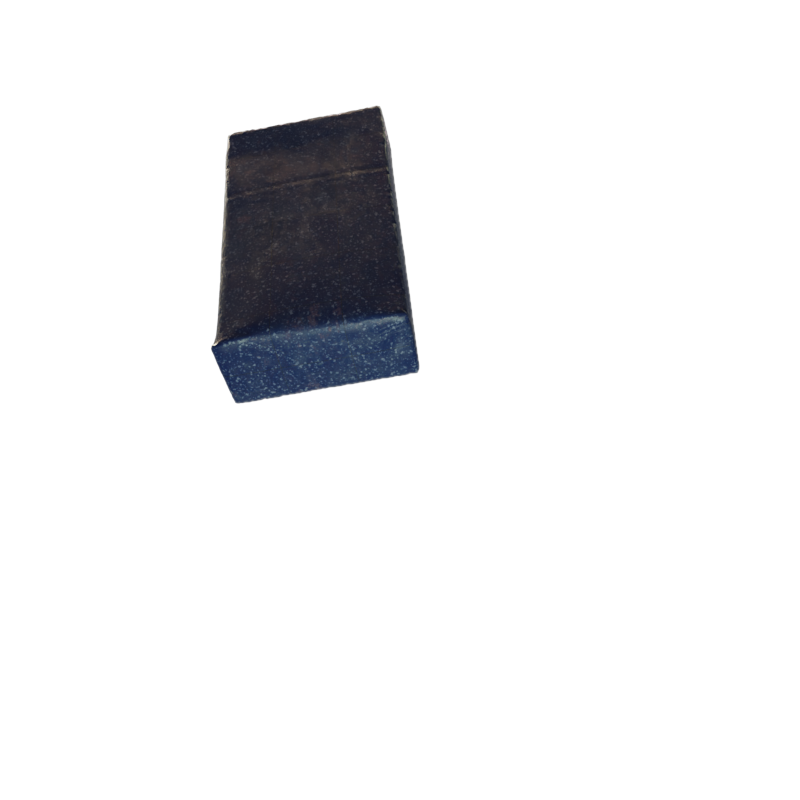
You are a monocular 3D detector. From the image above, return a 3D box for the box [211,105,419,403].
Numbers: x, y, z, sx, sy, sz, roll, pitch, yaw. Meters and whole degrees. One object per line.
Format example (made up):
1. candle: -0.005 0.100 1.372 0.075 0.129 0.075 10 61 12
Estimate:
1. box: -0.045 -0.082 0.578 0.094 0.044 0.189 -10 42 5
